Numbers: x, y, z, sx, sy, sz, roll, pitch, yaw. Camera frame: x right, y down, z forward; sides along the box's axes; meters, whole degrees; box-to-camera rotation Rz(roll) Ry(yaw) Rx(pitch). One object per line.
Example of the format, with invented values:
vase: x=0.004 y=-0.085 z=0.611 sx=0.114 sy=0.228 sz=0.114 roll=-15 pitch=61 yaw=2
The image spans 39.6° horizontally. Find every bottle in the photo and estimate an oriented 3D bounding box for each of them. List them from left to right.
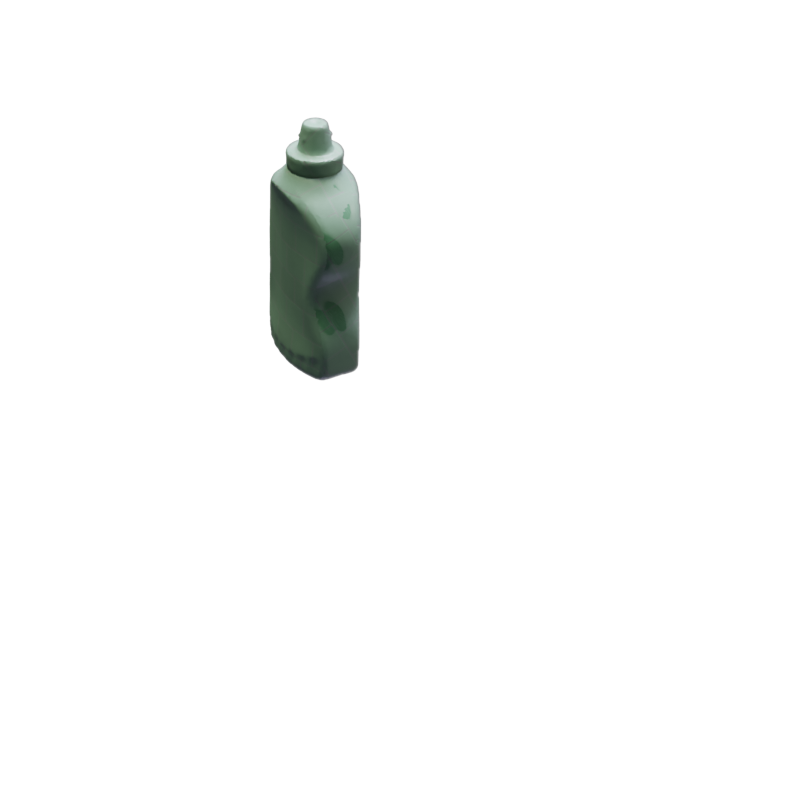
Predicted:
bottle: x=-0.063 y=-0.116 z=0.814 sx=0.057 sy=0.180 sz=0.104 roll=-13 pitch=37 yaw=-22
